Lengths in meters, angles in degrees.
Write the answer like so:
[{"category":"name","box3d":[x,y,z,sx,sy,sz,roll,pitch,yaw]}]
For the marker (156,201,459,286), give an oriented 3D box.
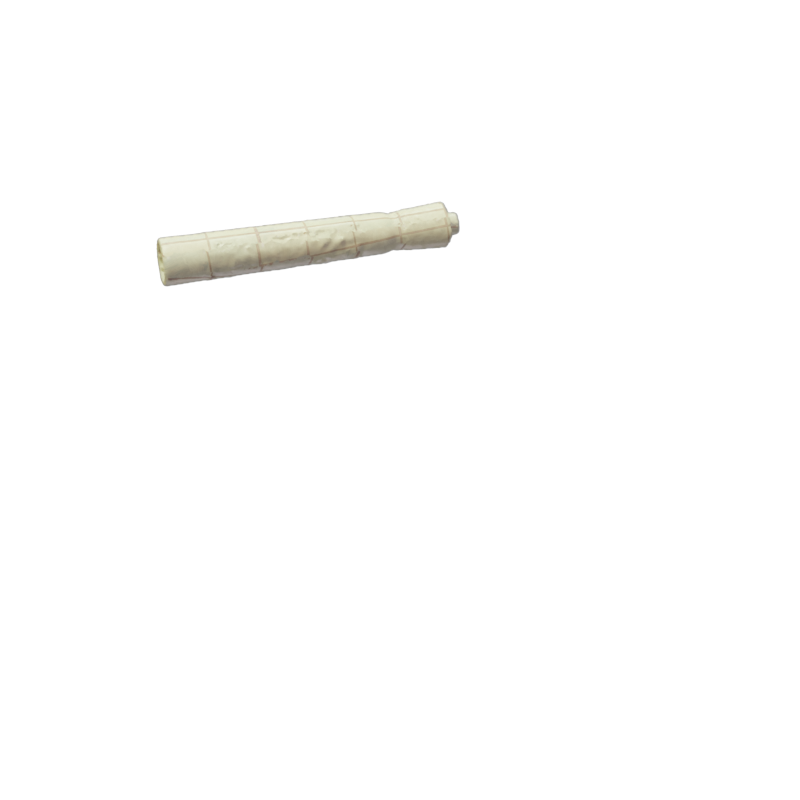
[{"category":"marker","box3d":[-0.034,-0.062,0.435,0.119,0.020,0.020,-10,7,-15]}]
